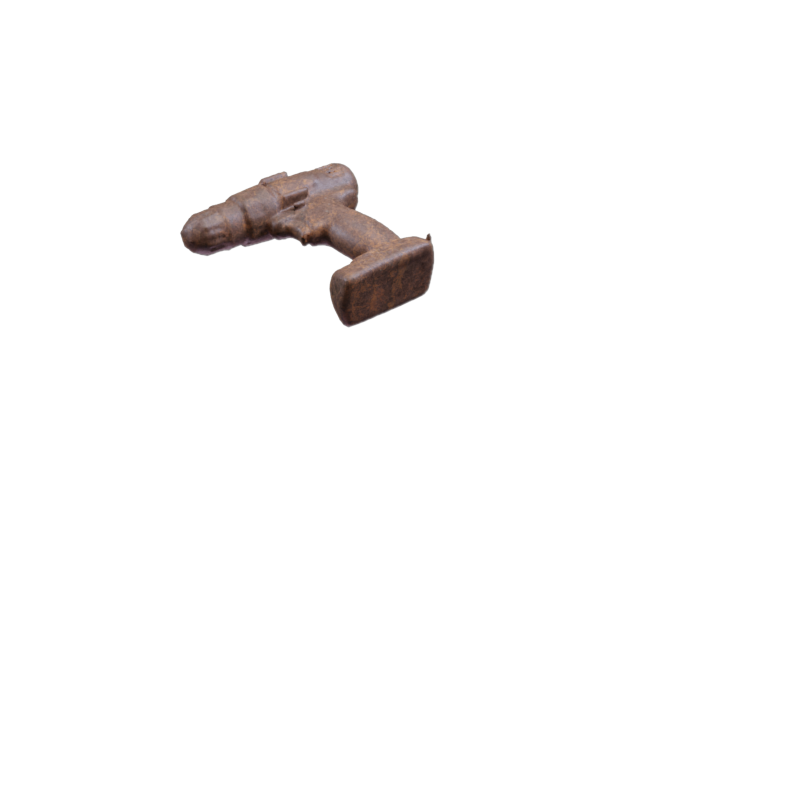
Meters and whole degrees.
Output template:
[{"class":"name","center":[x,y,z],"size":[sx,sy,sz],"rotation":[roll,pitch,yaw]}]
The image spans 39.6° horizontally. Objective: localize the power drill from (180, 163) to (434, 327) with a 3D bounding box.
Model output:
[{"class":"power drill","center":[-0.077,-0.140,0.983],"size":[0.183,0.054,0.202],"rotation":[-26,47,-28]}]
